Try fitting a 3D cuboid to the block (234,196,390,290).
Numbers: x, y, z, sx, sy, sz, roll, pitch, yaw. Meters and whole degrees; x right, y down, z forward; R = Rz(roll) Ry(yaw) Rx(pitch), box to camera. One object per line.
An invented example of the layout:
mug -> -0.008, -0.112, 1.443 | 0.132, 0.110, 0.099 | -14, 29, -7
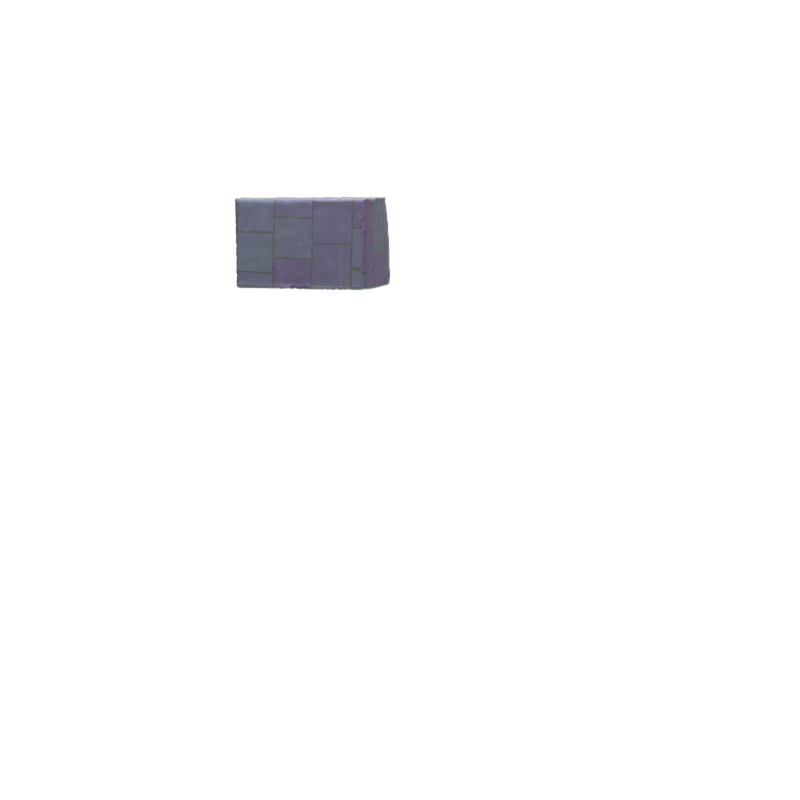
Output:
block -> -0.049, -0.090, 0.630 | 0.080, 0.051, 0.052 | 2, 6, 15
